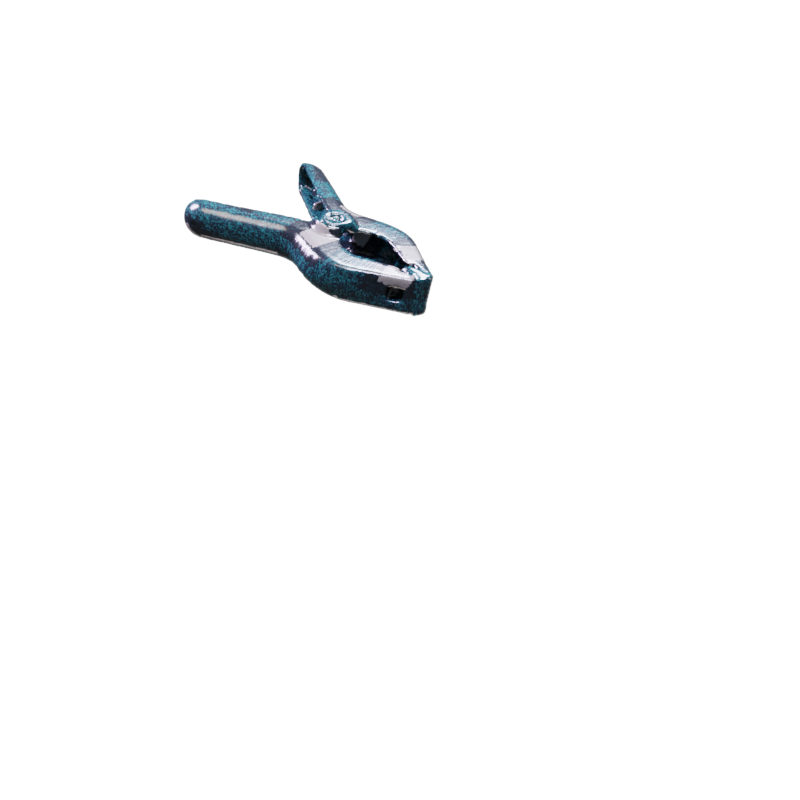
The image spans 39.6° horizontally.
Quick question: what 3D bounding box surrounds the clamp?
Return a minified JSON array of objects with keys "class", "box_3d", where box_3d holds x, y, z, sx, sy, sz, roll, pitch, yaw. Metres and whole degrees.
[{"class":"clamp","box_3d":[-0.057,-0.103,0.722,0.119,0.037,0.184,-25,44,-29]}]
